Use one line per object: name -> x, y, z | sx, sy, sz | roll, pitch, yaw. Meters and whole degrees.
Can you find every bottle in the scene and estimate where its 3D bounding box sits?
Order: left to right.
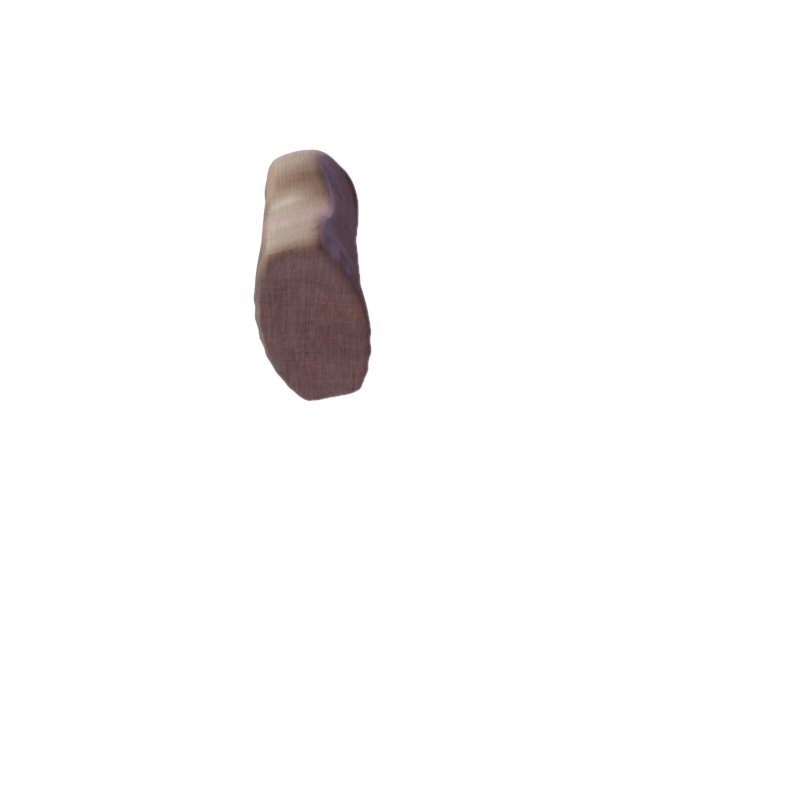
bottle -> -0.051, -0.093, 0.650 | 0.059, 0.089, 0.204 | -13, 34, 5
